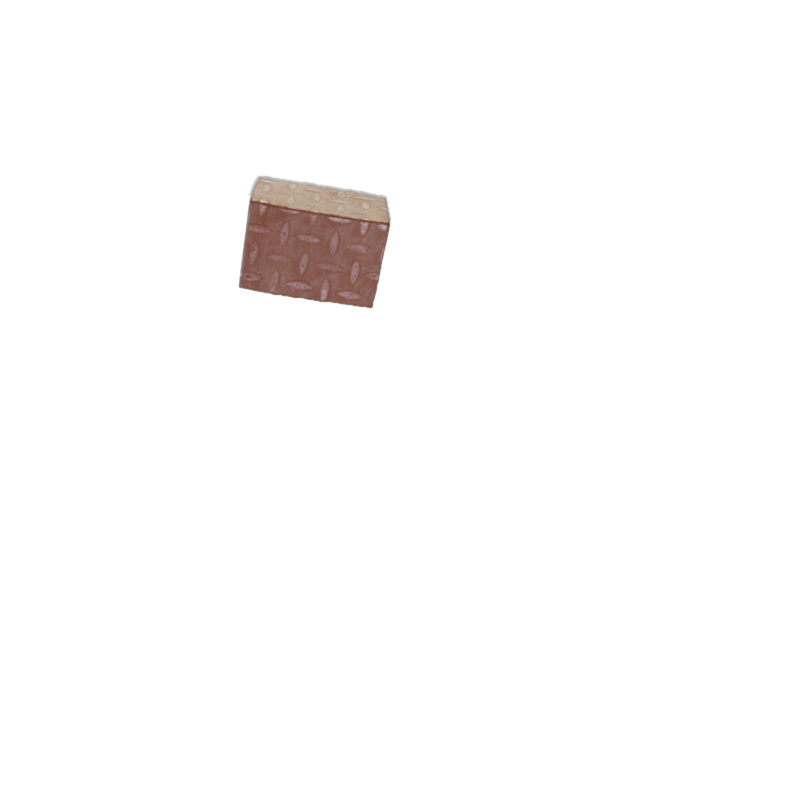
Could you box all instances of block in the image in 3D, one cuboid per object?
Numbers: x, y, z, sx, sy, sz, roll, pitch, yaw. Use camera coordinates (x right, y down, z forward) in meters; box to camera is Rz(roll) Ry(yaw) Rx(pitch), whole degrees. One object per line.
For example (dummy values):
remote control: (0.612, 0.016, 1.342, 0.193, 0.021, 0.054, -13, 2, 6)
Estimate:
block: (-0.049, -0.089, 0.622, 0.077, 0.051, 0.054, 9, 22, -5)
